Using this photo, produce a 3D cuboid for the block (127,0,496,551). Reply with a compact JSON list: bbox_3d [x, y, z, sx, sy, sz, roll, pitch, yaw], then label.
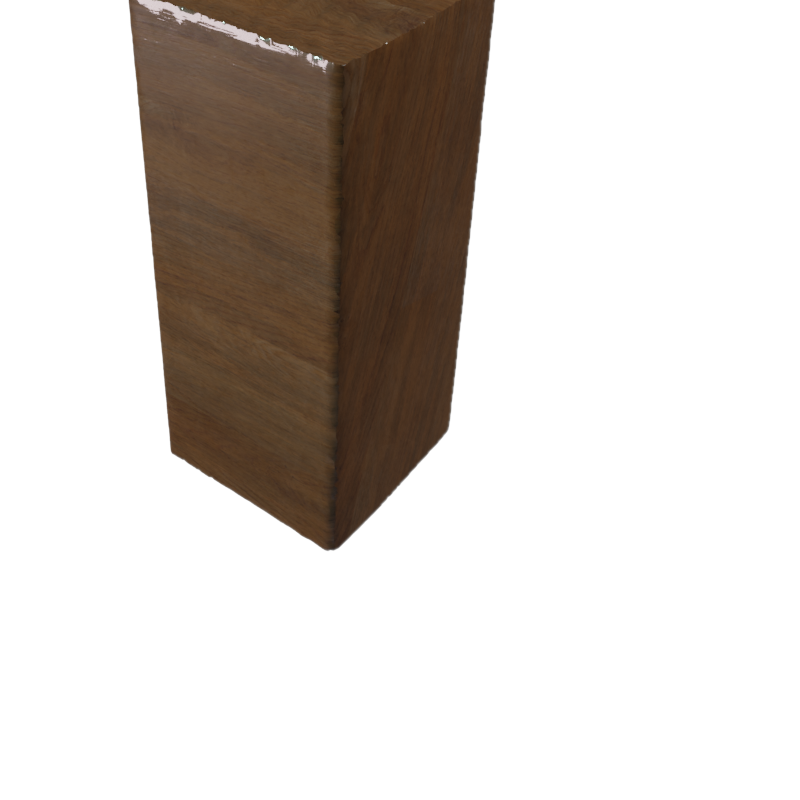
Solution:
[{"bbox_3d":[-0.032,-0.060,0.416,0.096,0.193,0.091,26,43,26],"label":"block"}]
